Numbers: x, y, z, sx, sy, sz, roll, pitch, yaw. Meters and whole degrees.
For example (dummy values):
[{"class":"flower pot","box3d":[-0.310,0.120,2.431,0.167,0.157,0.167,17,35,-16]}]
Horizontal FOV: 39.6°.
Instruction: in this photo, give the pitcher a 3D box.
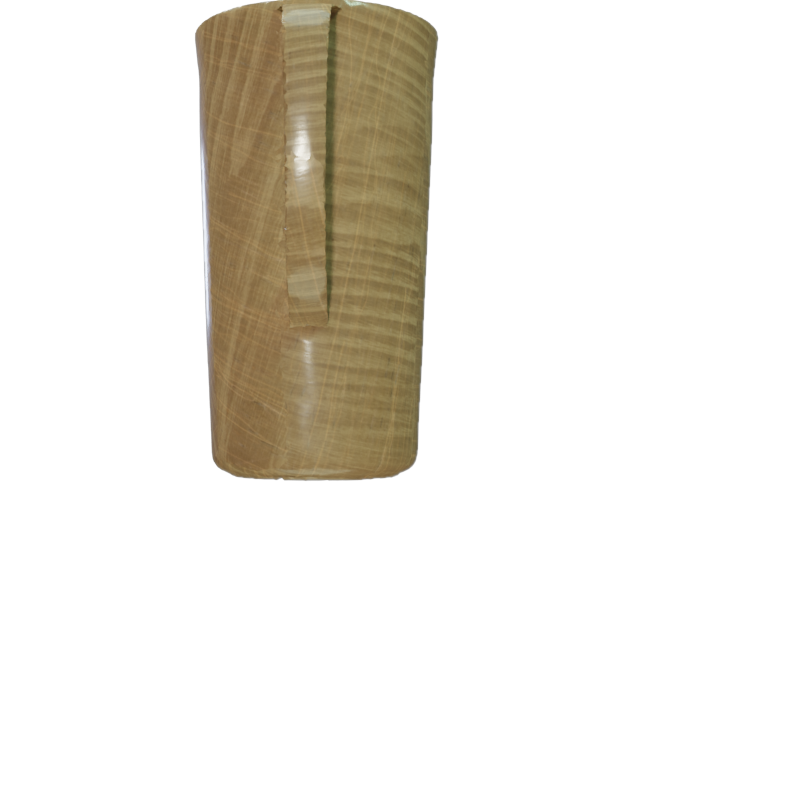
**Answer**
[{"class":"pitcher","box3d":[-0.046,-0.084,0.585,0.149,0.247,0.142,-6,-8,44]}]
